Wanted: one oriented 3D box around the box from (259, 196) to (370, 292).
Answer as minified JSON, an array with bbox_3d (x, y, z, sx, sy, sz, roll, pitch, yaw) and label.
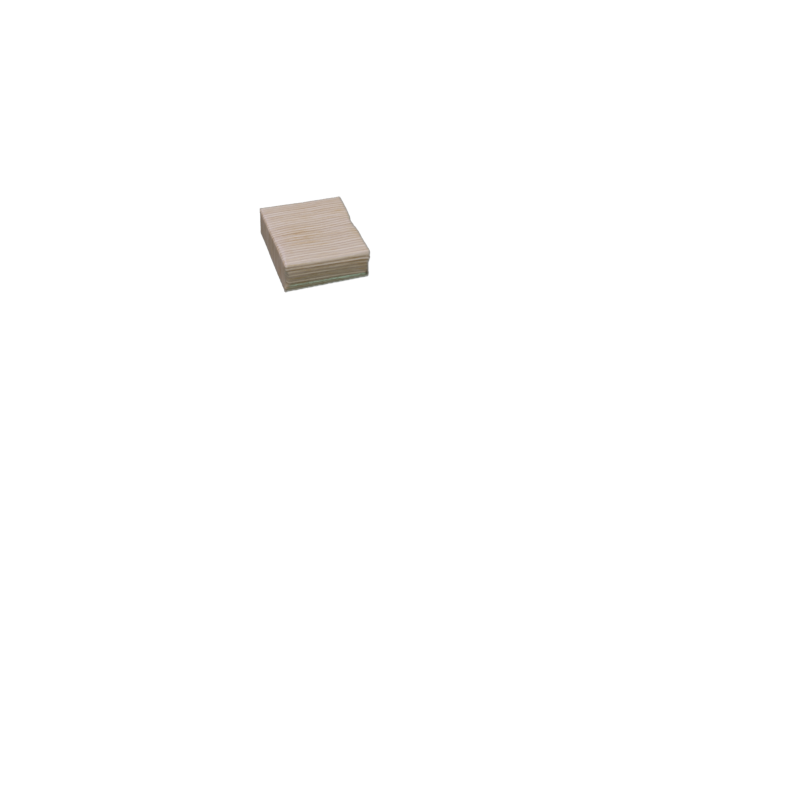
[{"bbox_3d":[-0.073,-0.133,0.931,0.072,0.028,0.097,-11,42,-13],"label":"box"}]
